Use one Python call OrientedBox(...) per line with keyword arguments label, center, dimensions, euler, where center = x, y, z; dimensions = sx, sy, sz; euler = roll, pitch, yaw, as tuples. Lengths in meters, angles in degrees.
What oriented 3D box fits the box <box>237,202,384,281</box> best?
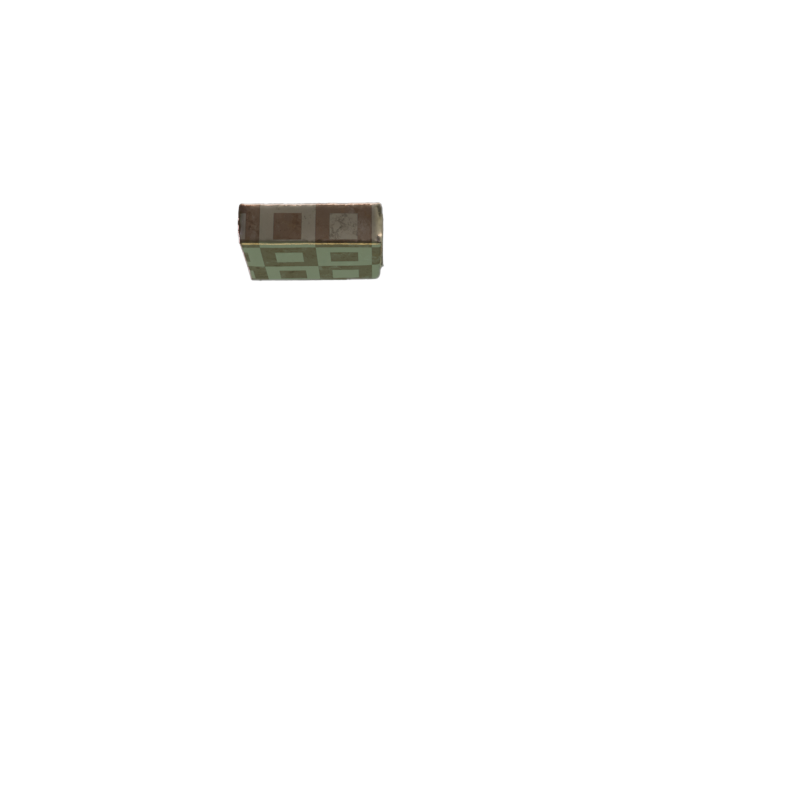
OrientedBox(label="box", center=(-0.055, -0.101, 0.704), dimensions=(0.089, 0.031, 0.070), euler=(0, -13, 1))
